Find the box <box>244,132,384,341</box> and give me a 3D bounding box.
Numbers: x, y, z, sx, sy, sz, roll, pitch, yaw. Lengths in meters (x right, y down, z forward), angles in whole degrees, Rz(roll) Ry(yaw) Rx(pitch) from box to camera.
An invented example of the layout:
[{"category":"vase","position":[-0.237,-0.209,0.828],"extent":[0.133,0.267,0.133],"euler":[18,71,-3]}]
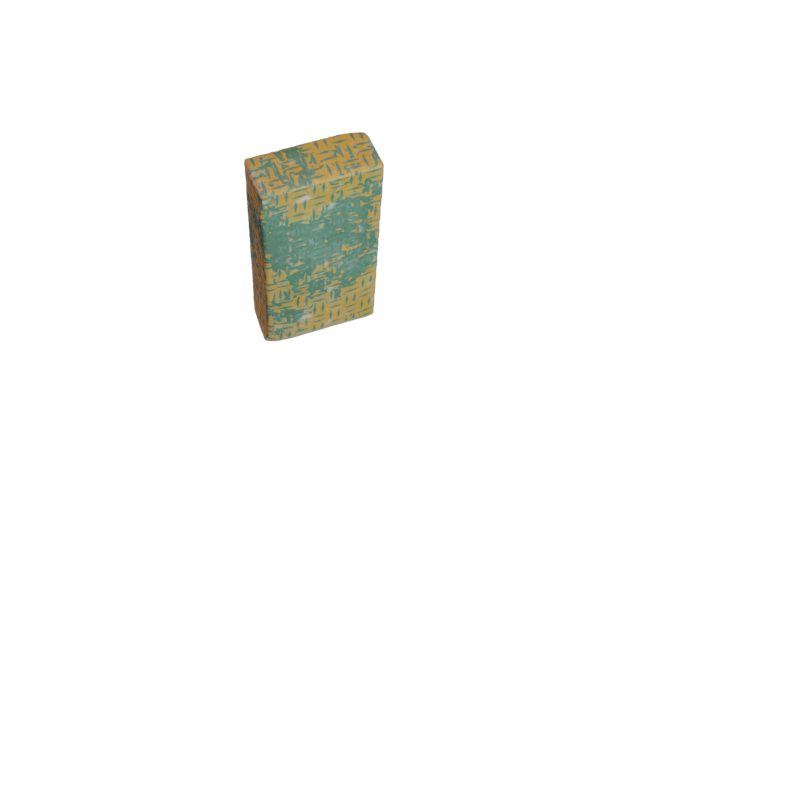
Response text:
[{"category":"box","position":[-0.065,-0.119,0.830],"extent":[0.092,0.052,0.164],"euler":[-16,-35,-15]}]
